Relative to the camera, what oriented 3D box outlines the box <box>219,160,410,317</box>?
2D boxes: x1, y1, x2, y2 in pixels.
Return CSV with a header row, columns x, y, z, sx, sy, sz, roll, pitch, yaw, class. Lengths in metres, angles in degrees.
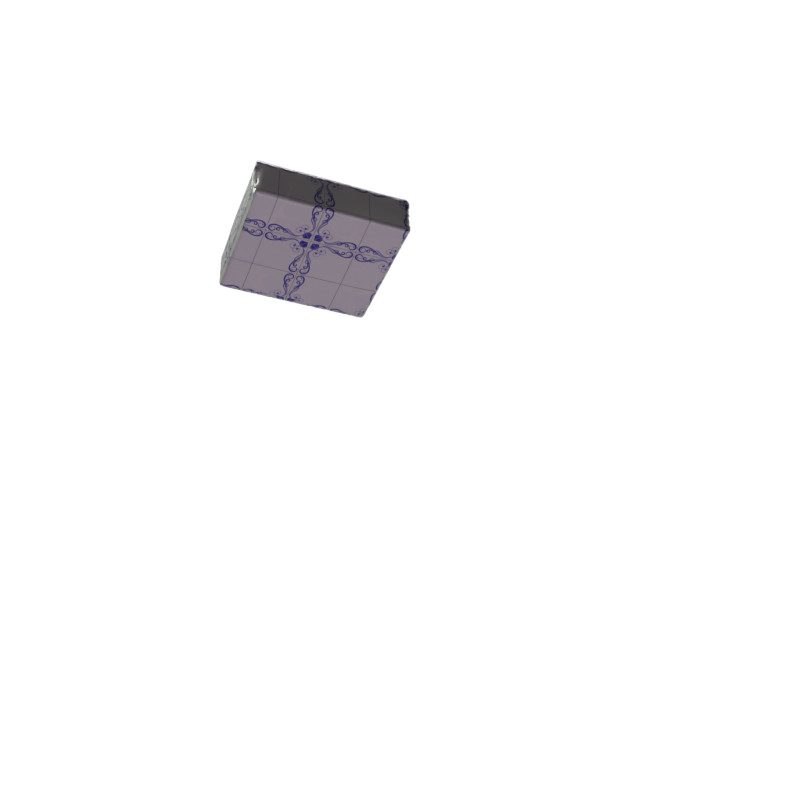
x,y,z,sx,sy,sz,roll,pitch,yaw,class
-0.048,-0.088,0.614,0.087,0.032,0.070,13,-45,-14,box
